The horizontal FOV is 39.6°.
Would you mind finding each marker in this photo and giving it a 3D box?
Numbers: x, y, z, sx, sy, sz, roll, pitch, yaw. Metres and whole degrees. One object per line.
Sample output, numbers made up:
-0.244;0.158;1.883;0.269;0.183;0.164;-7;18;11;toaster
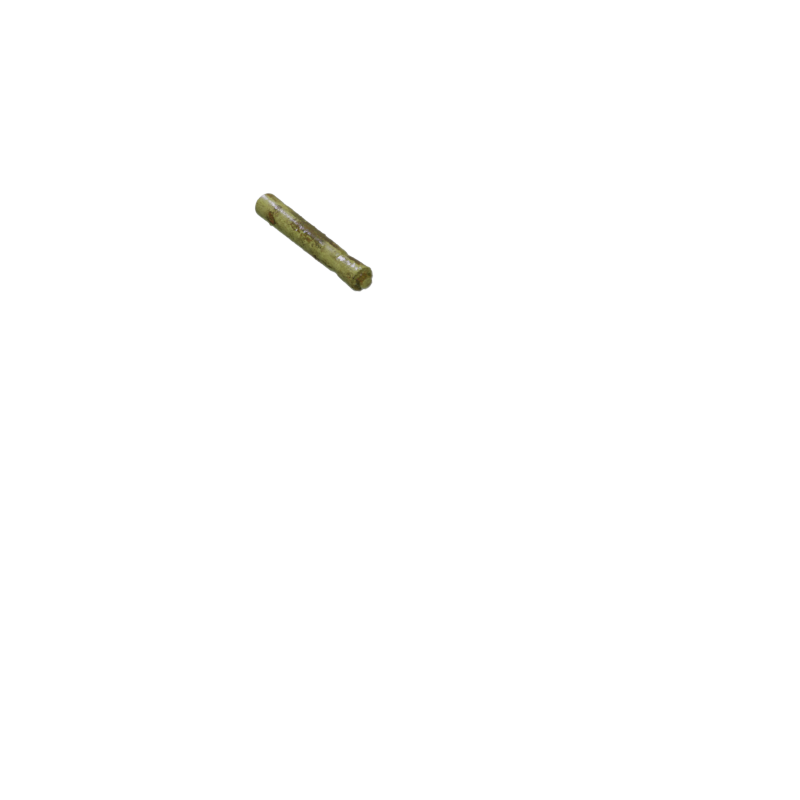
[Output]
-0.060;-0.110;0.772;0.019;0.019;0.130;-3;33;-42;marker
